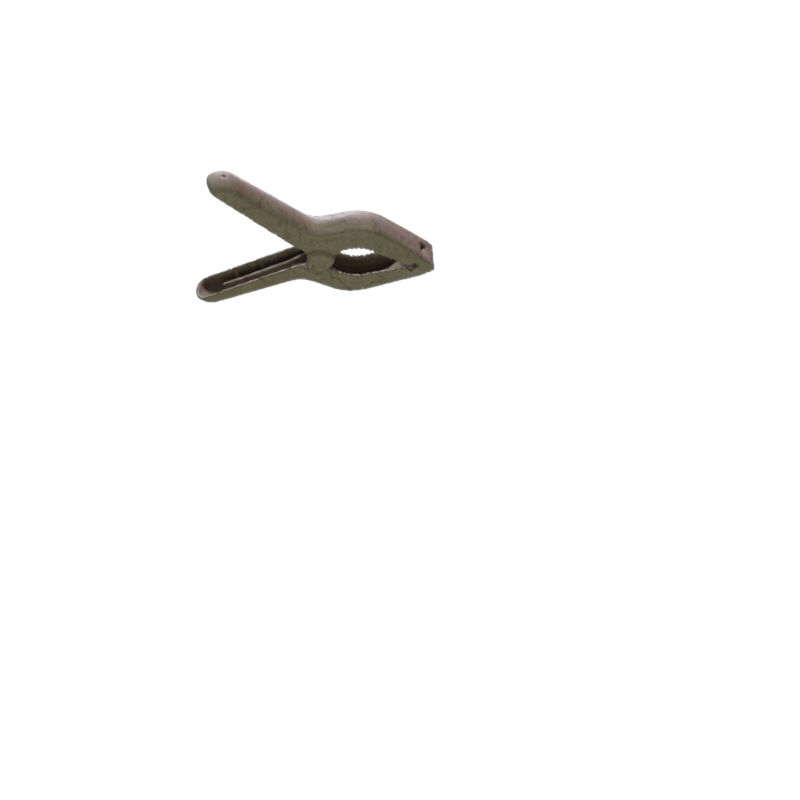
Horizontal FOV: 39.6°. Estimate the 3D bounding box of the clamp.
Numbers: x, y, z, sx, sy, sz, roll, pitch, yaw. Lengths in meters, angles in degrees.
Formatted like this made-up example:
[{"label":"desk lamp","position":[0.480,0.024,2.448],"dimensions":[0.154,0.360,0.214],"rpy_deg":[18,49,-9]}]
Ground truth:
[{"label":"clamp","position":[-0.074,-0.135,0.948],"dimensions":[0.209,0.039,0.154],"rpy_deg":[1,-32,-2]}]
